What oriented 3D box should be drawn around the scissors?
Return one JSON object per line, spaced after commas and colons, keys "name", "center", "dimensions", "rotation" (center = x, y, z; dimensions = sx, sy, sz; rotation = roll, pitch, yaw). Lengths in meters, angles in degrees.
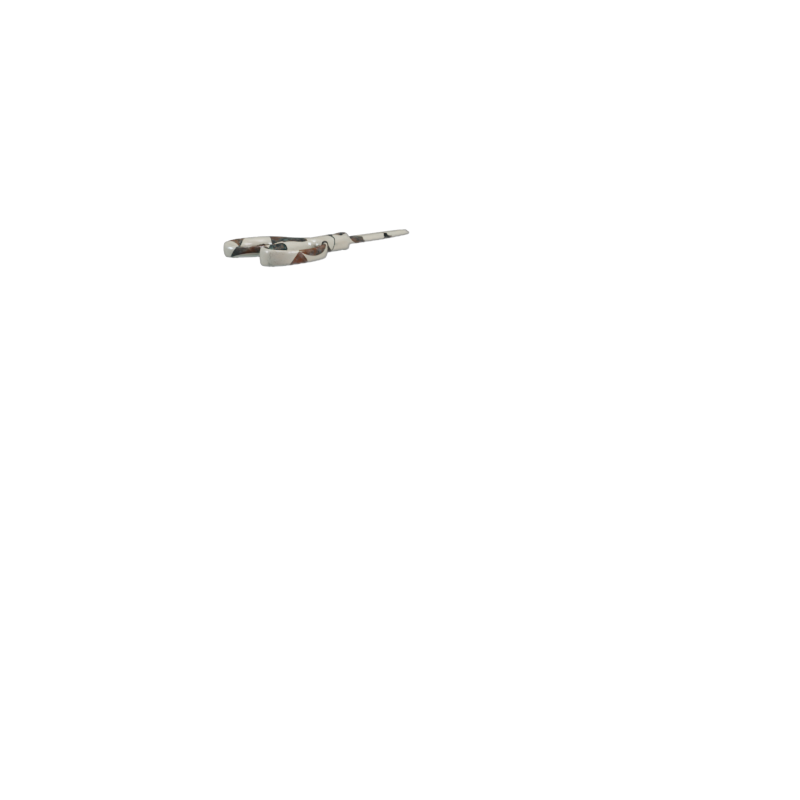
{"name": "scissors", "center": [-0.074, -0.135, 0.948], "dimensions": [0.099, 0.015, 0.200], "rotation": [7, 17, 23]}
